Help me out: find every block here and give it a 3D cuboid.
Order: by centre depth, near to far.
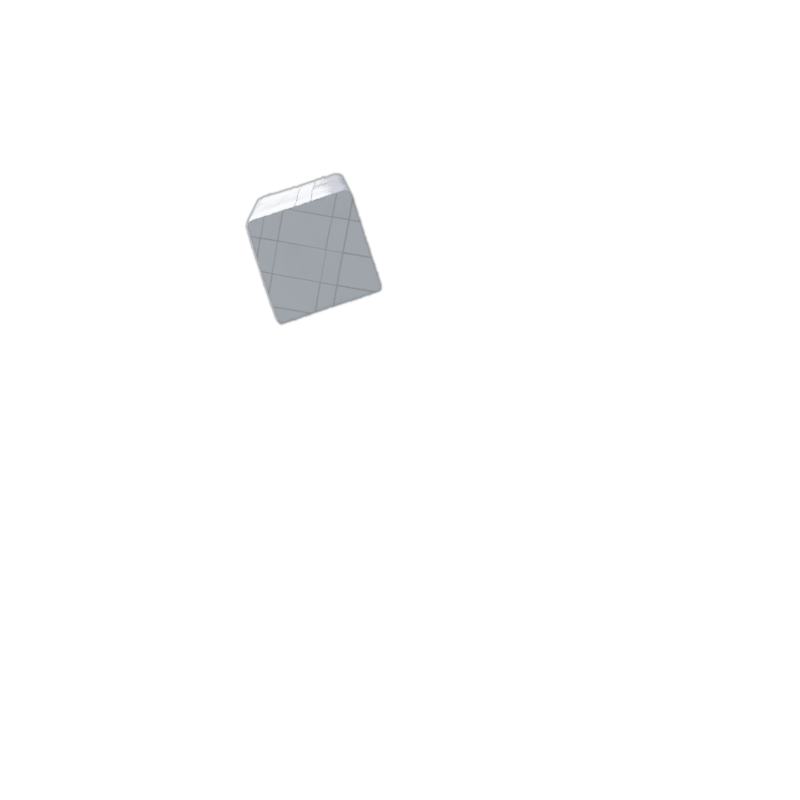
[{"bbox_3d":[-0.078,-0.142,0.989,0.091,0.088,0.212,-18,14,1],"label":"block"}]
